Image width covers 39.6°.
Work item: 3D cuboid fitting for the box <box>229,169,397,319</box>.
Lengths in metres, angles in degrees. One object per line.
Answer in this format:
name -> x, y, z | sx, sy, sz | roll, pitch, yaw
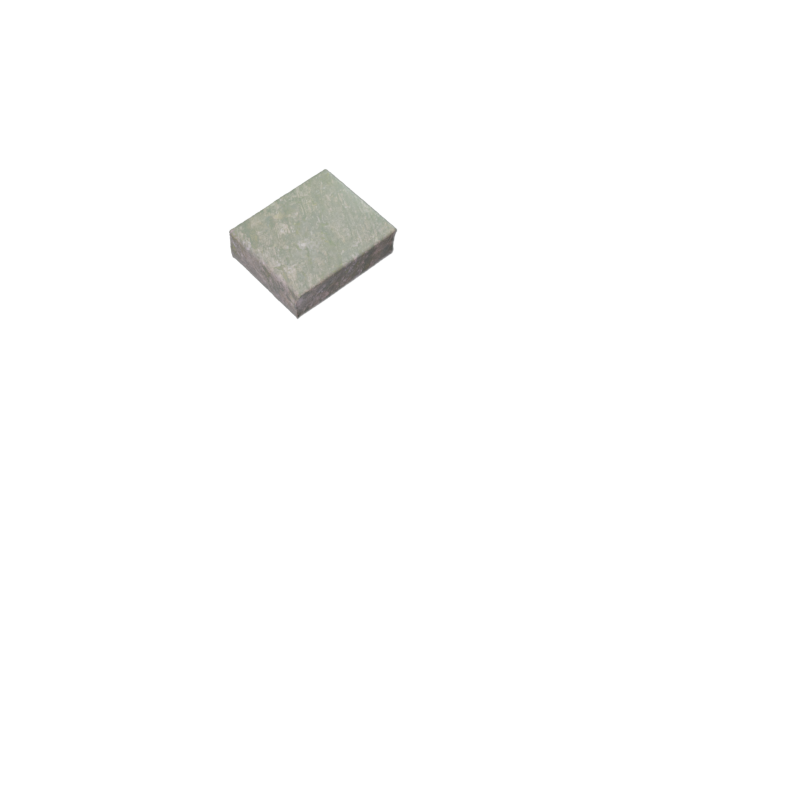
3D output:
box -> -0.073, -0.133, 0.934 | 0.114, 0.095, 0.036 | -38, -26, -23
